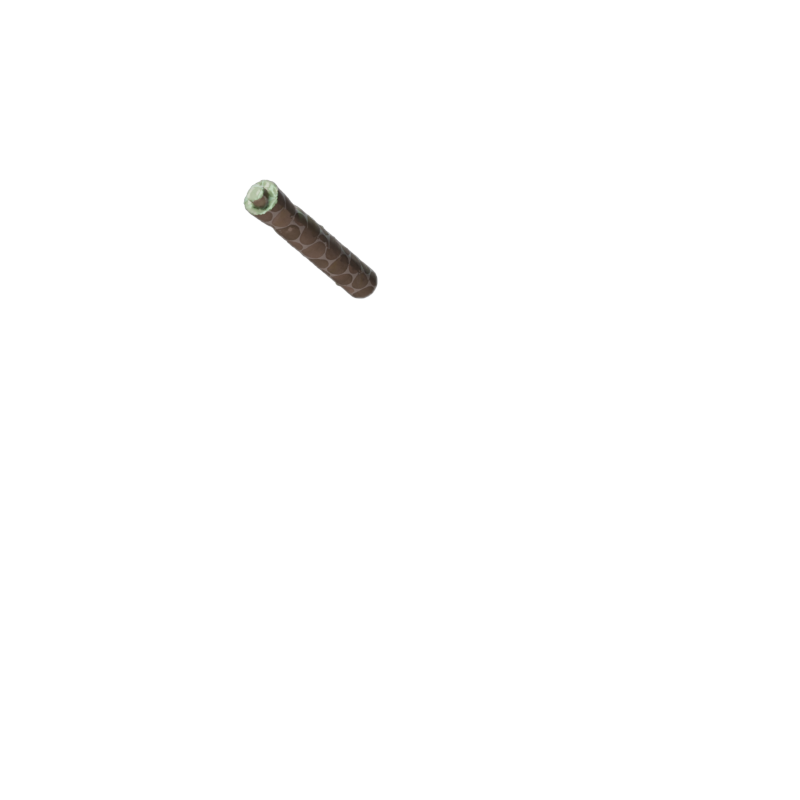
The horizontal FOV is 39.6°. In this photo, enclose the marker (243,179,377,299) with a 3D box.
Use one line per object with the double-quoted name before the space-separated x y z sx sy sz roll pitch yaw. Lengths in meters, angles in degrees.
"marker" -0.045 -0.081 0.570 0.020 0.020 0.113 2 -16 27
